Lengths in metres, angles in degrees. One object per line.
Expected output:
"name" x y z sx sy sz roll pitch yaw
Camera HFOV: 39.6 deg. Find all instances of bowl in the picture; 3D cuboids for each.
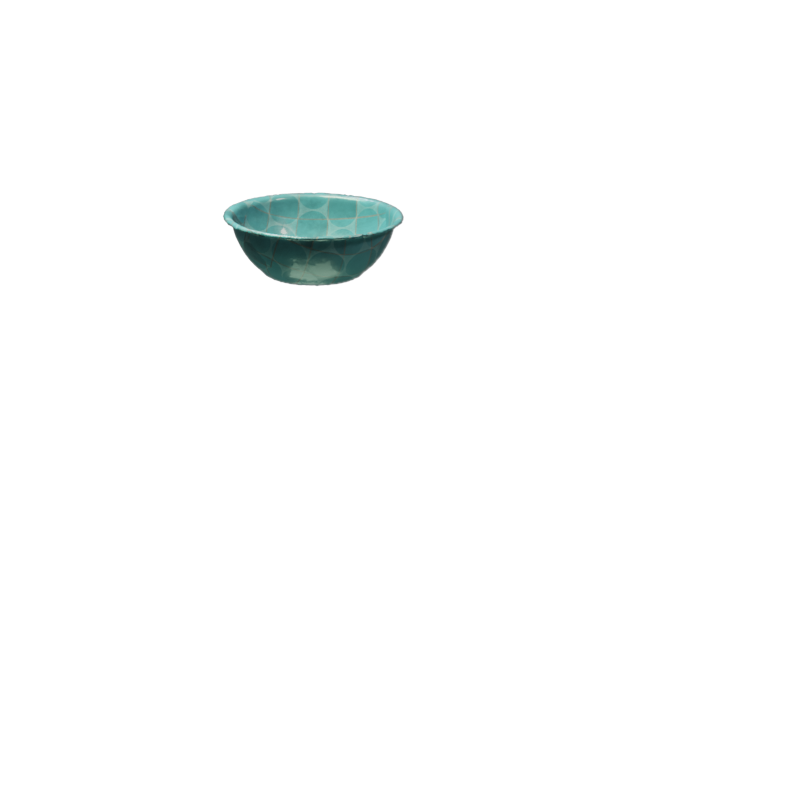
"bowl" -0.078 -0.143 0.999 0.162 0.053 0.170 -1 23 -2
